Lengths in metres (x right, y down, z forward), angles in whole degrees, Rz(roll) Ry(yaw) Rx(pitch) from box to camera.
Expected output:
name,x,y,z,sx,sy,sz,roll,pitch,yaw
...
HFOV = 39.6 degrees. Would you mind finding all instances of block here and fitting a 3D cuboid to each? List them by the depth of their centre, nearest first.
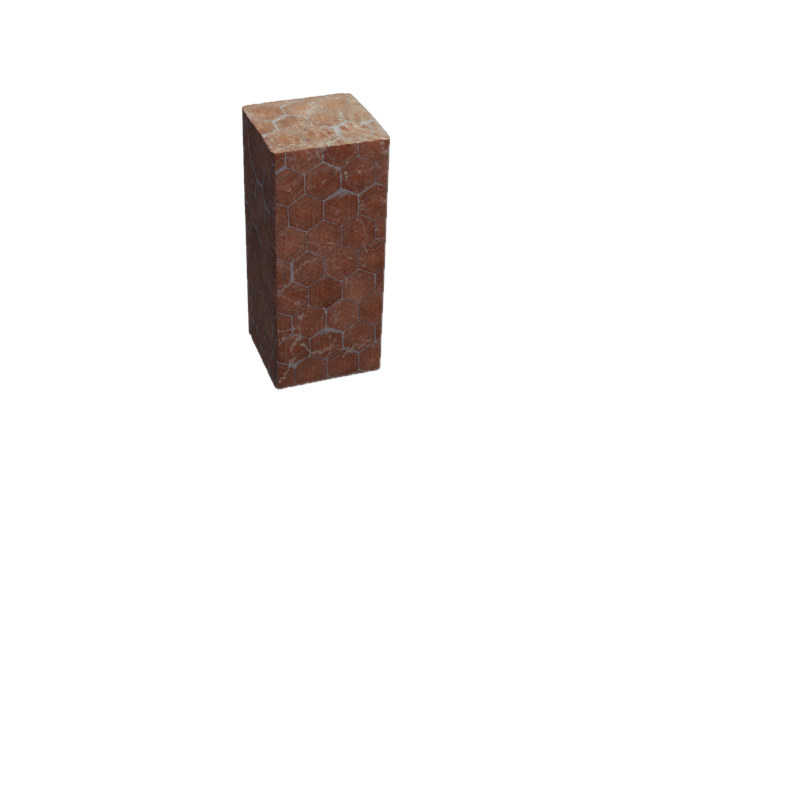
name,x,y,z,sx,sy,sz,roll,pitch,yaw
block,-0.068,-0.124,0.865,0.089,0.193,0.097,-10,36,-18
